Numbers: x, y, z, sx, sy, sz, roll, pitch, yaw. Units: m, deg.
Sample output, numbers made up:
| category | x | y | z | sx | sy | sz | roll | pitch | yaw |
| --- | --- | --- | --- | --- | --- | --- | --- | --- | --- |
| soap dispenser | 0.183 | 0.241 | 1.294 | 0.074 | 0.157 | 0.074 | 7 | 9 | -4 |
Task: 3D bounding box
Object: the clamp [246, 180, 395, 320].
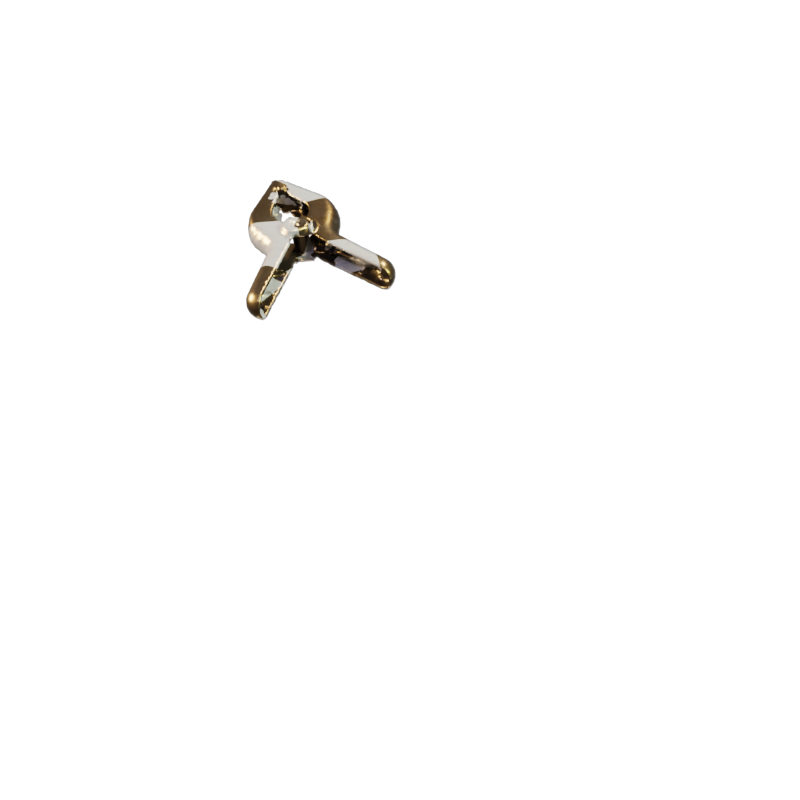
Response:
| category | x | y | z | sx | sy | sz | roll | pitch | yaw |
| --- | --- | --- | --- | --- | --- | --- | --- | --- | --- |
| clamp | -0.073 | -0.133 | 0.931 | 0.119 | 0.037 | 0.185 | -5 | 42 | -6 |
